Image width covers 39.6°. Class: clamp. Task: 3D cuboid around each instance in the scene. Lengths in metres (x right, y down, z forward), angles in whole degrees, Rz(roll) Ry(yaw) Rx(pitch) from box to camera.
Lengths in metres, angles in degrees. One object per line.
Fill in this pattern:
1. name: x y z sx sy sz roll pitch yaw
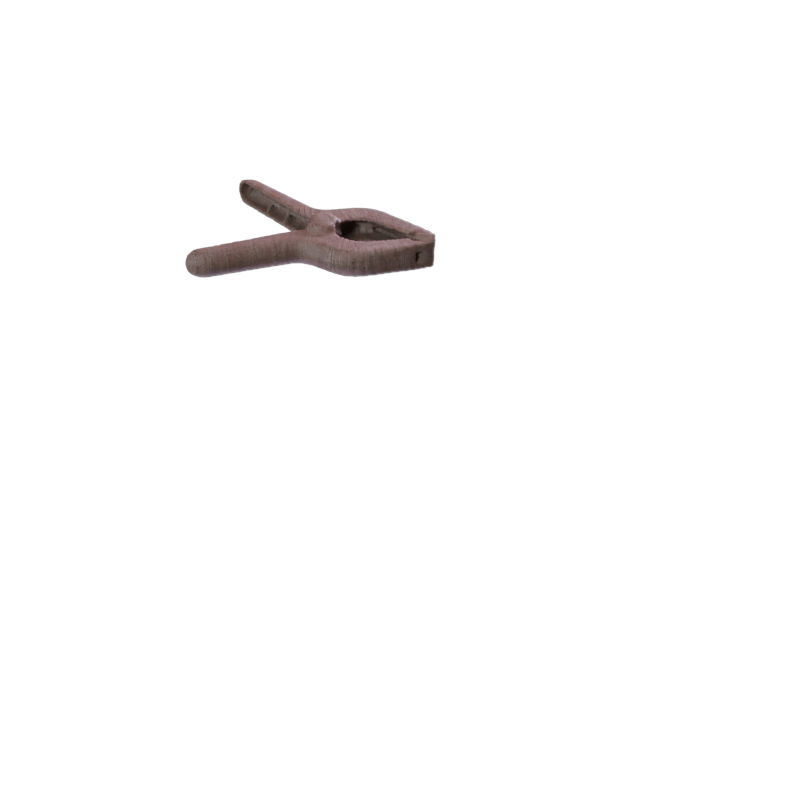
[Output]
1. clamp: -0.077 -0.140 0.980 0.216 0.034 0.170 12 37 16
